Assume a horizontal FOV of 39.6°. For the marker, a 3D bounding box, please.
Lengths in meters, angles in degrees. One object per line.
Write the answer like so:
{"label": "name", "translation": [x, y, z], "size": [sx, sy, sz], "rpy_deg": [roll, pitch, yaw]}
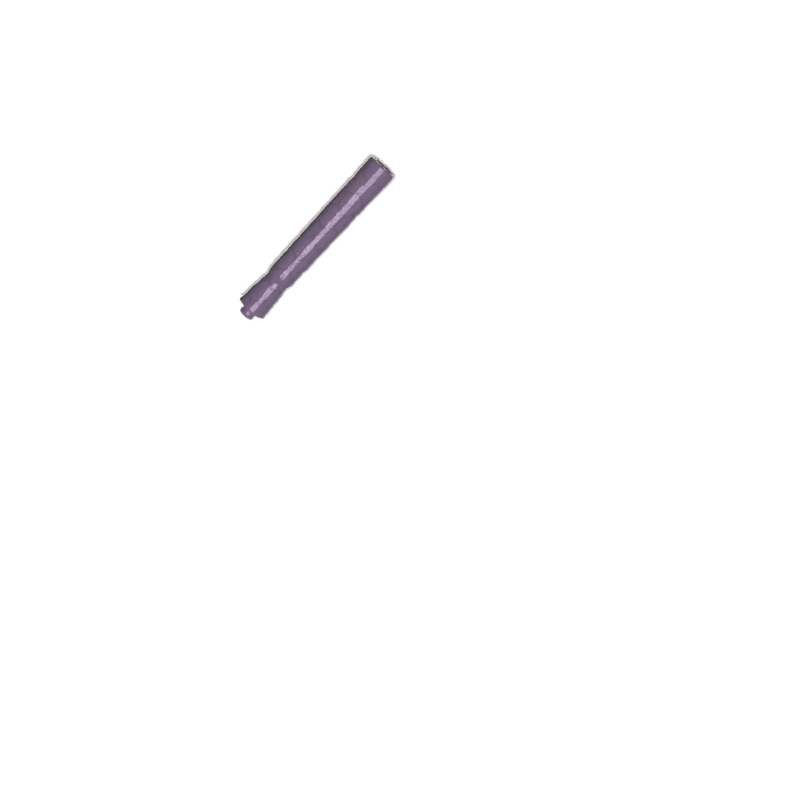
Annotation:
{"label": "marker", "translation": [-0.051, -0.092, 0.646], "size": [0.019, 0.120, 0.021], "rpy_deg": [41, 12, -15]}
